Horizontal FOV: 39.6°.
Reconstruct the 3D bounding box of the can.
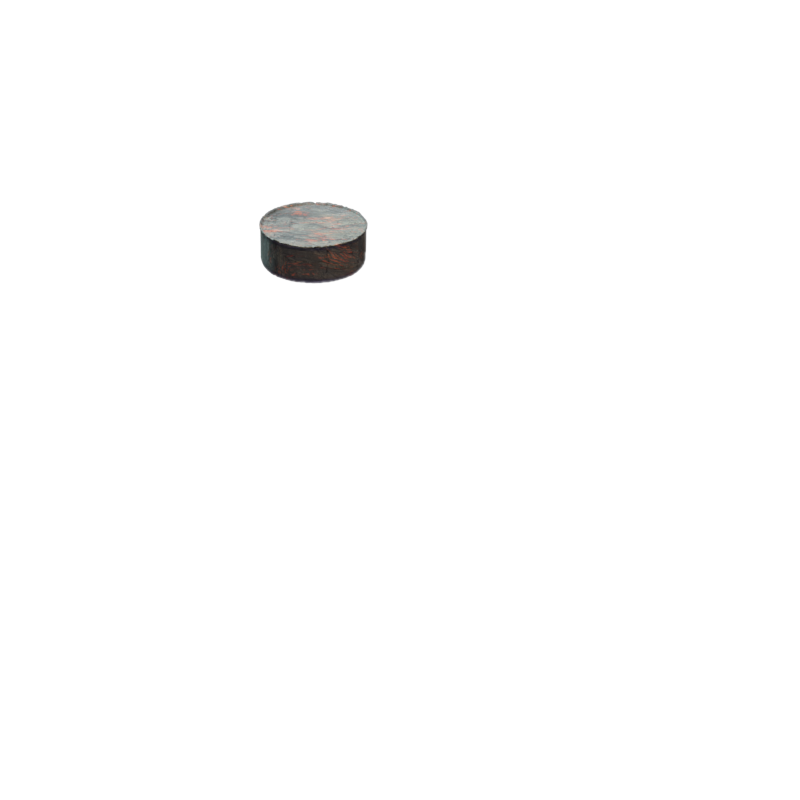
[{"bbox_3d":[-0.069,-0.126,0.884,0.086,0.032,0.091,-1,31,-2],"label":"can"}]
